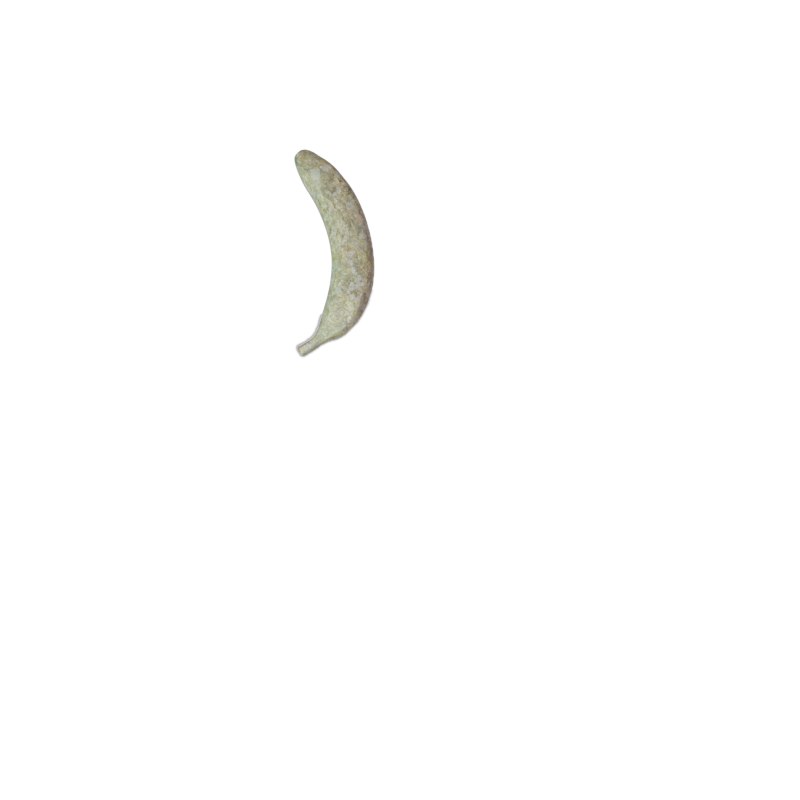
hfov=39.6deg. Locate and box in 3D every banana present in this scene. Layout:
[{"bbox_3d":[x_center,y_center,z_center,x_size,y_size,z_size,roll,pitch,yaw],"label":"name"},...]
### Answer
[{"bbox_3d":[-0.059,-0.137,0.985,0.069,0.209,0.035,-2,-23,-2],"label":"banana"}]
